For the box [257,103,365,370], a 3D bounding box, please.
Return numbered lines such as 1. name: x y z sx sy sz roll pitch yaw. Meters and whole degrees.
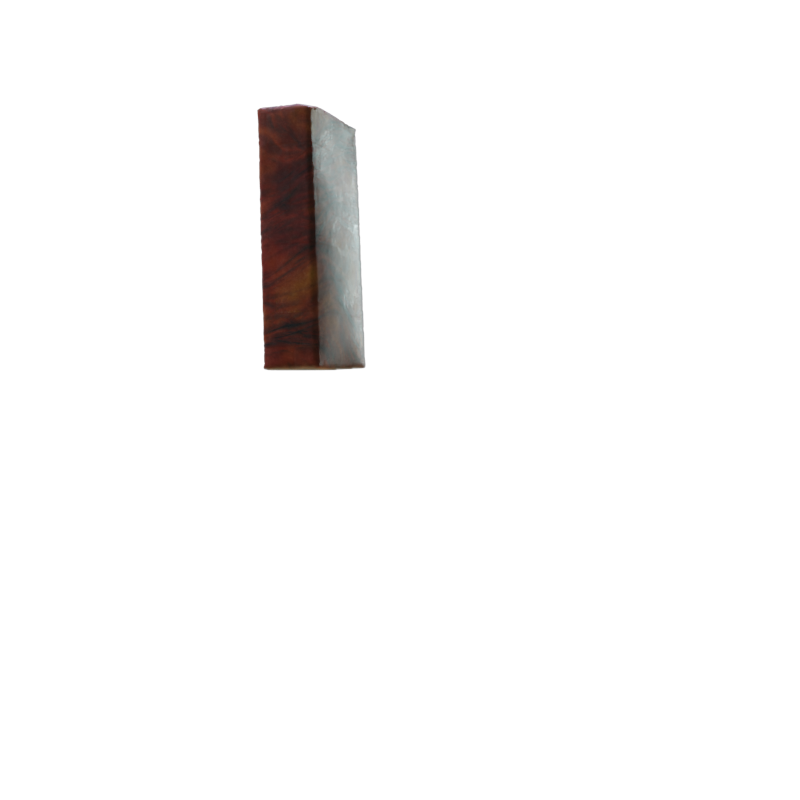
1. box: -0.060 -0.110 0.767 0.049 0.179 0.090 -2 -5 19
